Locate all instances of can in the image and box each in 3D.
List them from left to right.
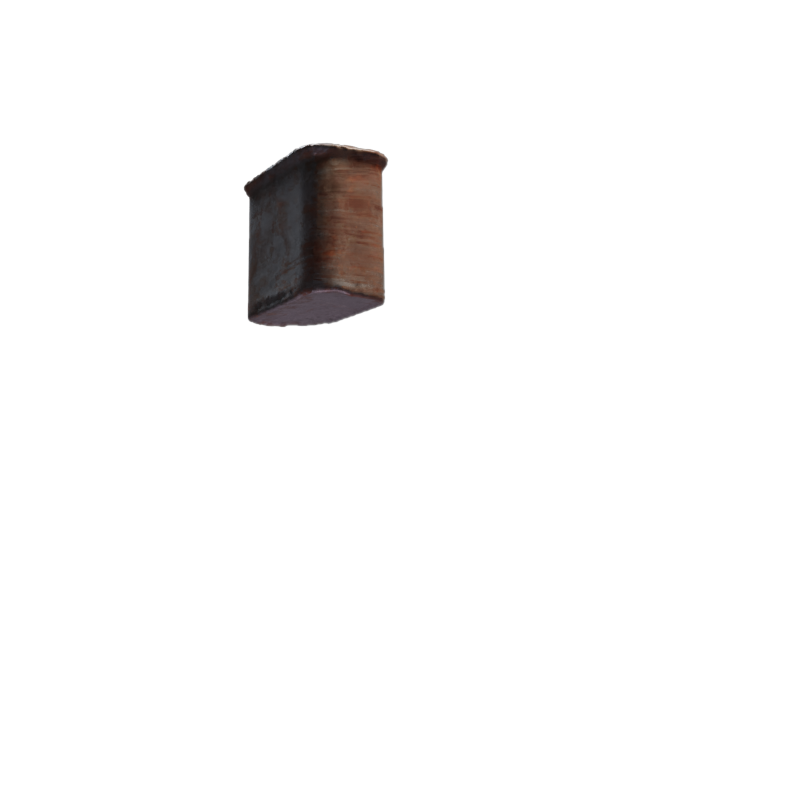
[{"bbox_3d":[-0.050,-0.091,0.637,0.055,0.087,0.103,7,-13,-30],"label":"can"}]
